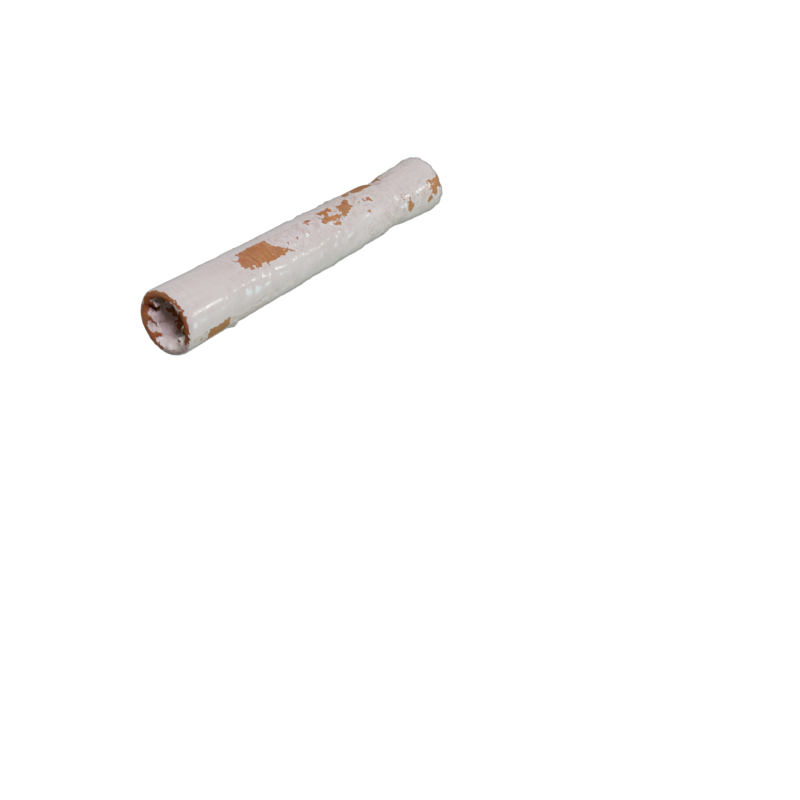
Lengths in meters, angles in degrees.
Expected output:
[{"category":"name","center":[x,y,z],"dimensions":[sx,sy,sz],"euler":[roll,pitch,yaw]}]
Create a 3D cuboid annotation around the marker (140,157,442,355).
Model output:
[{"category":"marker","center":[-0.025,-0.046,0.324],"dimensions":[0.021,0.019,0.122],"euler":[3,28,39]}]
